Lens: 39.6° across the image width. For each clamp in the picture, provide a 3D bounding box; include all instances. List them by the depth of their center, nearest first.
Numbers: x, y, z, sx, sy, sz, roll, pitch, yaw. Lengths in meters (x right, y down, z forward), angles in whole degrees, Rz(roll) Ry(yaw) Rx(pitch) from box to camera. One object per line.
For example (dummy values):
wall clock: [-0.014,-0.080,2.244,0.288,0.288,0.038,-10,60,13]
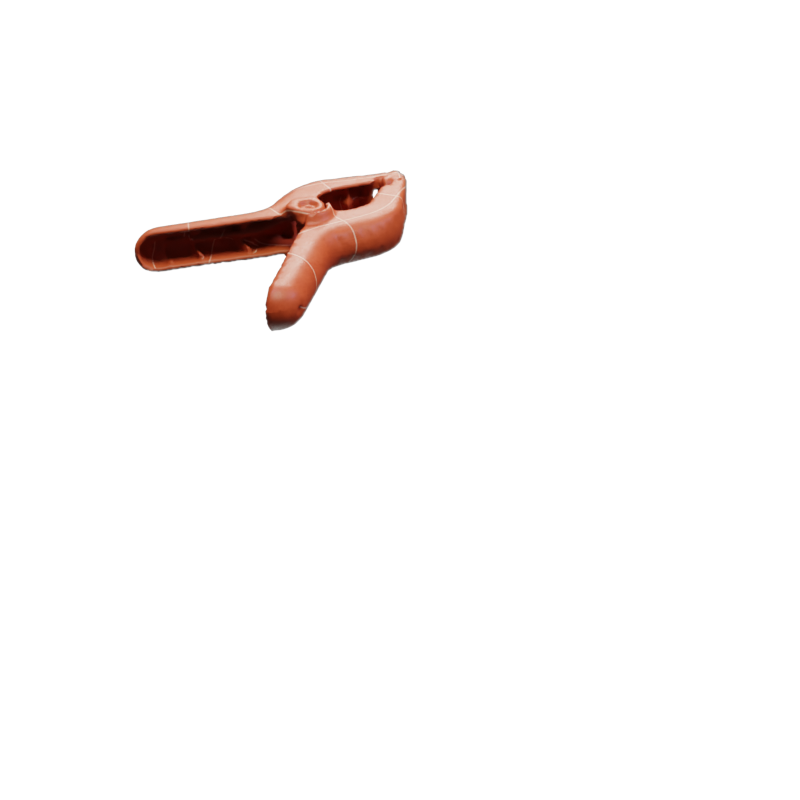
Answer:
clamp: [-0.049,-0.089,0.625,0.170,0.037,0.129,-26,44,-30]
